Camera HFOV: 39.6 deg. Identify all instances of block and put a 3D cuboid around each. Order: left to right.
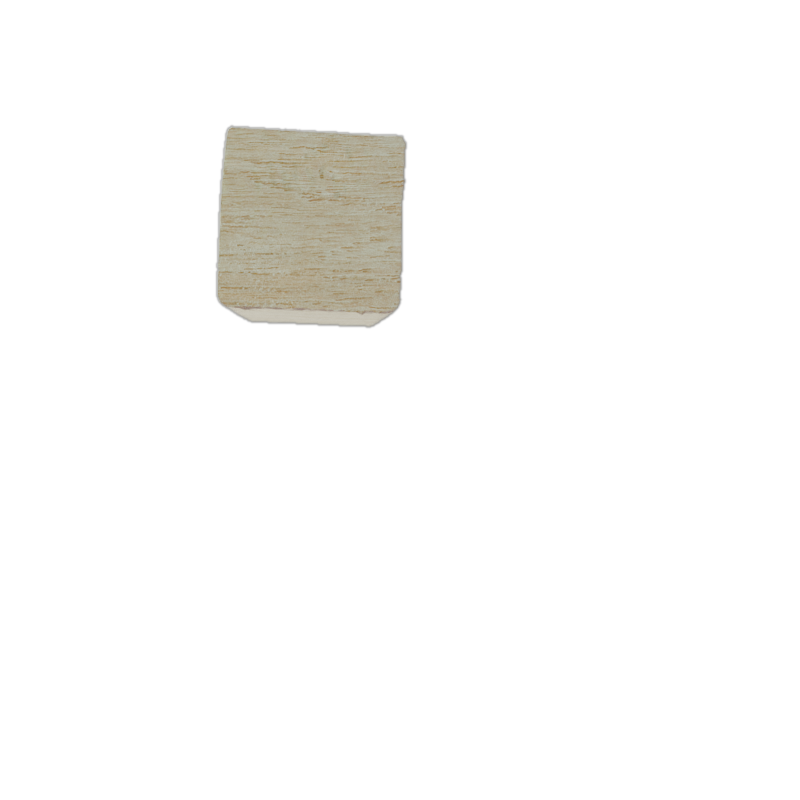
[{"bbox_3d":[-0.050,-0.091,0.639,0.090,0.091,0.205,2,0,-4],"label":"block"}]
